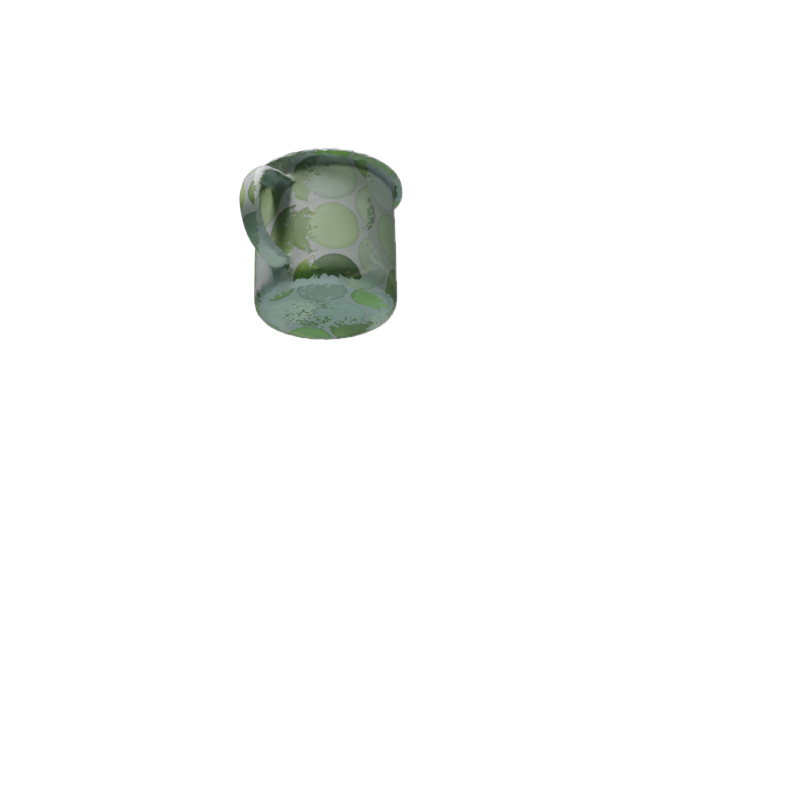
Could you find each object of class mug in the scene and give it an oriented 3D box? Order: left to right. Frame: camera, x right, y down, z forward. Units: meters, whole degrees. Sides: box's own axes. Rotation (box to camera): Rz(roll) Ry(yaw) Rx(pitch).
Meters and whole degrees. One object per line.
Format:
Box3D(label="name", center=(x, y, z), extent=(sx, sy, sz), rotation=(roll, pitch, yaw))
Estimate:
Box3D(label="mug", center=(-0.050, -0.091, 0.636), extent=(0.094, 0.087, 0.109), rotation=(-17, -30, 29))
